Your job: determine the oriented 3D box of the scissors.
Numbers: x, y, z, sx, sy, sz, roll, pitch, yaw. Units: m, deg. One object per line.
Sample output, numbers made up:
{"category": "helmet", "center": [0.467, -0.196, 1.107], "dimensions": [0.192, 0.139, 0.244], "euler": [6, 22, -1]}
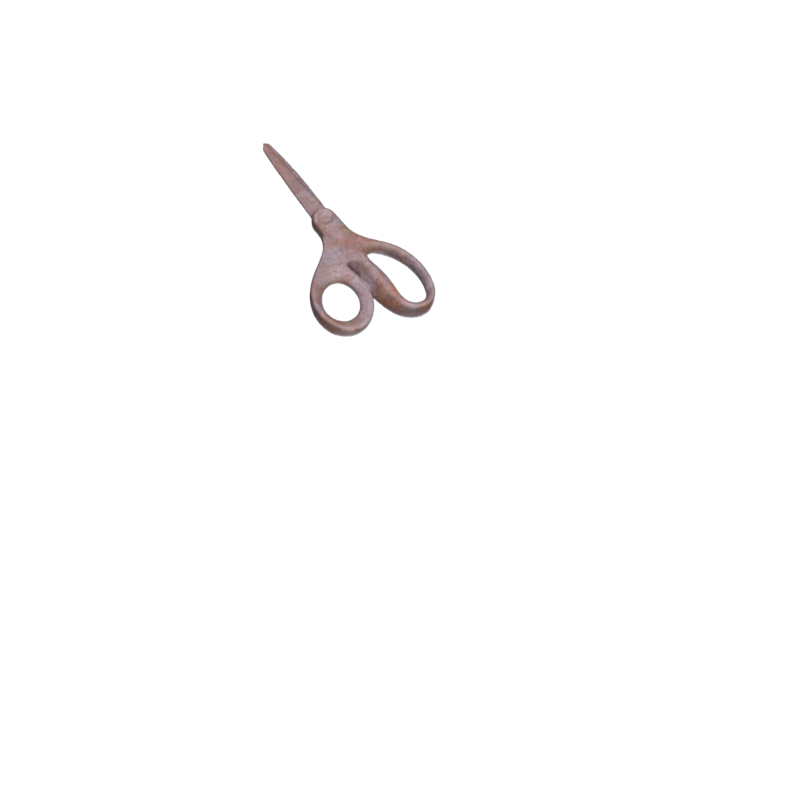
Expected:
{"category": "scissors", "center": [-0.064, -0.117, 0.816], "dimensions": [0.097, 0.015, 0.214], "euler": [-38, 61, -26]}
